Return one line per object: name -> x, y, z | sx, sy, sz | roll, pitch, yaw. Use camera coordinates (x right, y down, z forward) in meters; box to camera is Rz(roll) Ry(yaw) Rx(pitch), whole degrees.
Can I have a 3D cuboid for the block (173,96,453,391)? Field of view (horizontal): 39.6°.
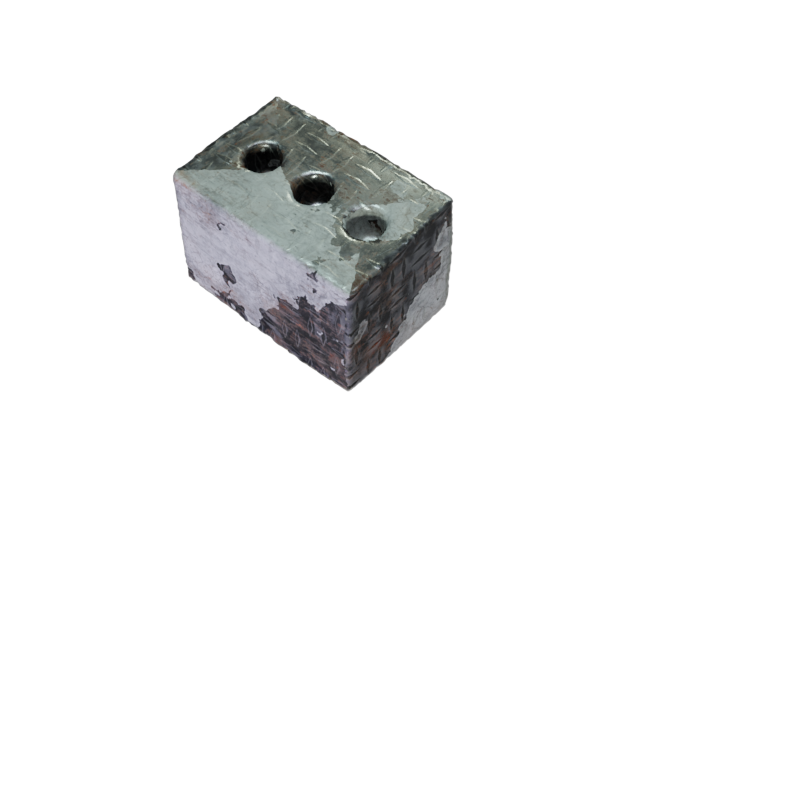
block -> -0.029, -0.052, 0.367 | 0.082, 0.048, 0.053 | 34, 58, 23
